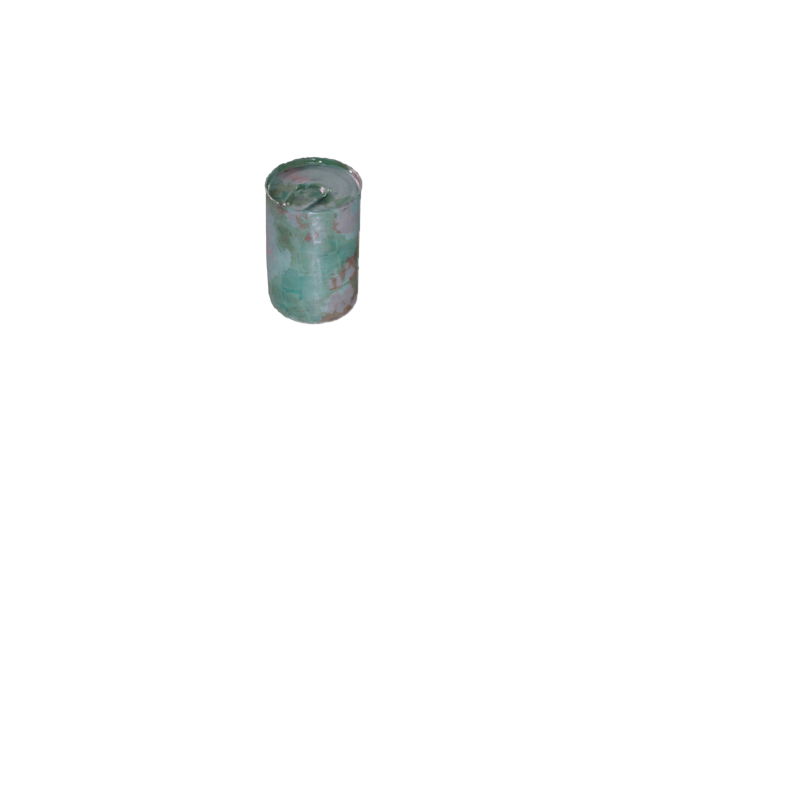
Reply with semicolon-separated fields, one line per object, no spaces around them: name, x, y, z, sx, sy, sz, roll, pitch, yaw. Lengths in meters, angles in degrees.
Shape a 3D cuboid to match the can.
can;-0.062;-0.114;0.797;0.068;0.095;0.073;0;41;-3
